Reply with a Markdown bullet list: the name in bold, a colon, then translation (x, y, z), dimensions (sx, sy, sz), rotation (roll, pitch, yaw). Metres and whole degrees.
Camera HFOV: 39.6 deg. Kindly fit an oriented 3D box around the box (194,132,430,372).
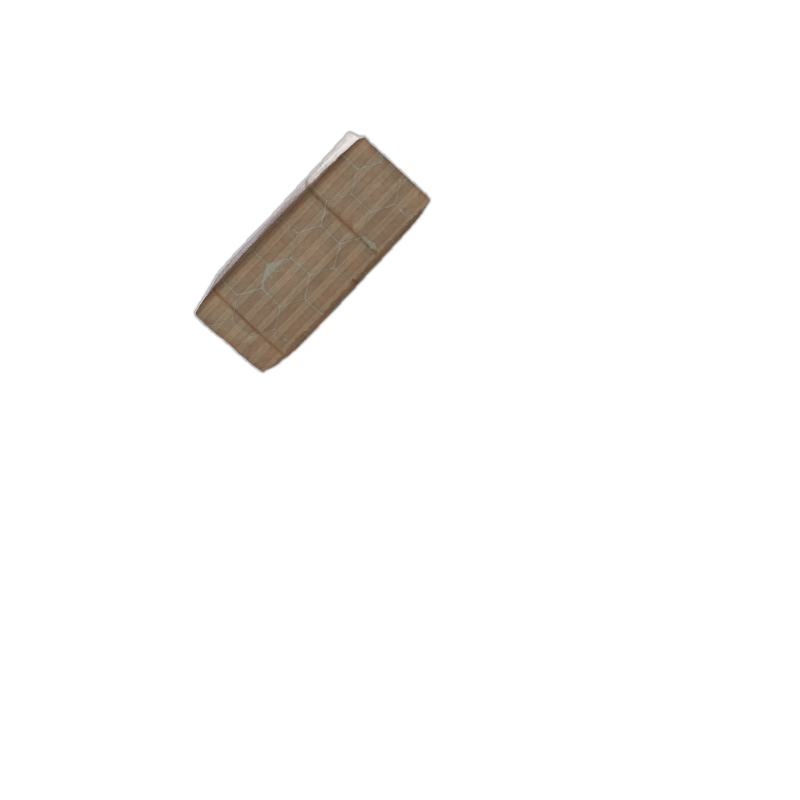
- **box**: translation (-0.065, -0.118, 0.827), dimensions (0.070, 0.163, 0.219), rotation (43, 6, -12)
